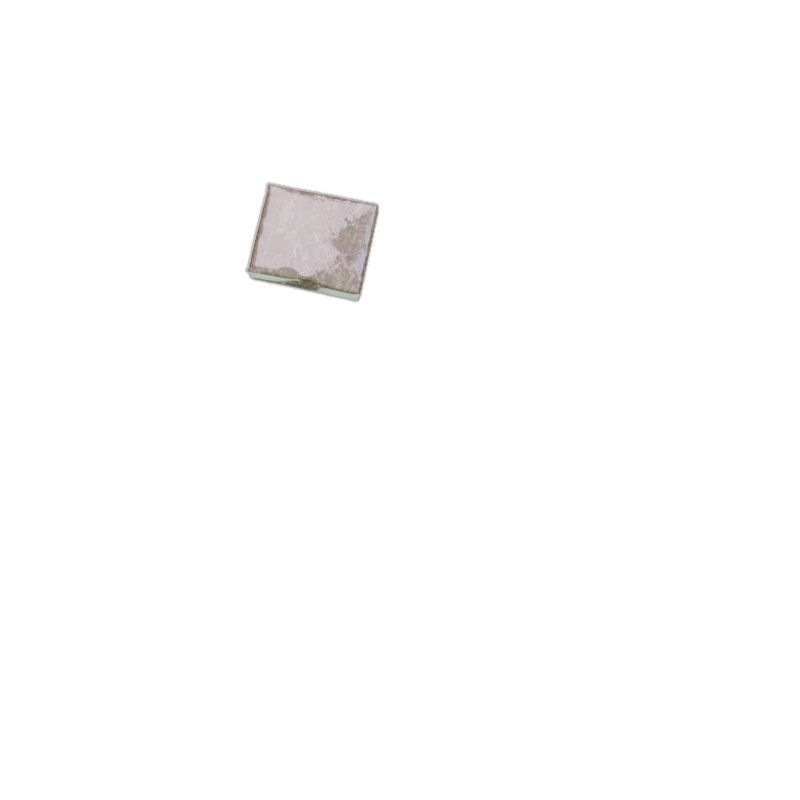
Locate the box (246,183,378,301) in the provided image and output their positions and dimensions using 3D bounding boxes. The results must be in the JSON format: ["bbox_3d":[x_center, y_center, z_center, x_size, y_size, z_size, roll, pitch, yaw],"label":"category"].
[{"bbox_3d":[-0.067,-0.122,0.857,0.090,0.075,0.029,12,-14,2],"label":"box"}]
